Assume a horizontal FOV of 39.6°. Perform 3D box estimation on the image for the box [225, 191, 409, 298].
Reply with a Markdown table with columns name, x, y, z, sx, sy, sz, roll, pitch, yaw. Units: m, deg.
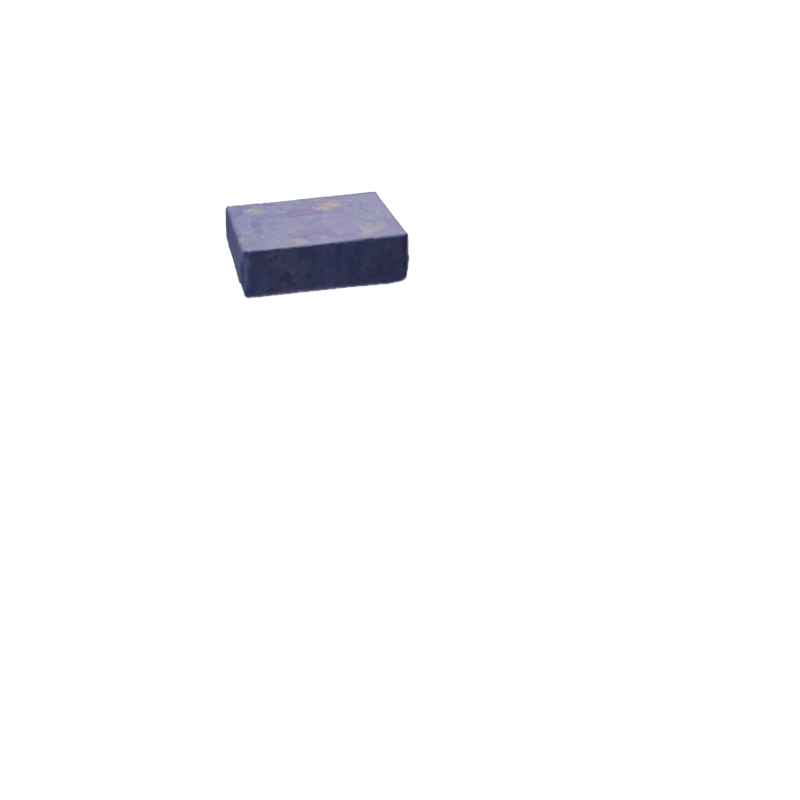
| name | x | y | z | sx | sy | sz | roll | pitch | yaw |
| --- | --- | --- | --- | --- | --- | --- | --- | --- | --- |
| box | -0.059 | -0.108 | 0.759 | 0.112 | 0.037 | 0.096 | -6 | 29 | -11 |
